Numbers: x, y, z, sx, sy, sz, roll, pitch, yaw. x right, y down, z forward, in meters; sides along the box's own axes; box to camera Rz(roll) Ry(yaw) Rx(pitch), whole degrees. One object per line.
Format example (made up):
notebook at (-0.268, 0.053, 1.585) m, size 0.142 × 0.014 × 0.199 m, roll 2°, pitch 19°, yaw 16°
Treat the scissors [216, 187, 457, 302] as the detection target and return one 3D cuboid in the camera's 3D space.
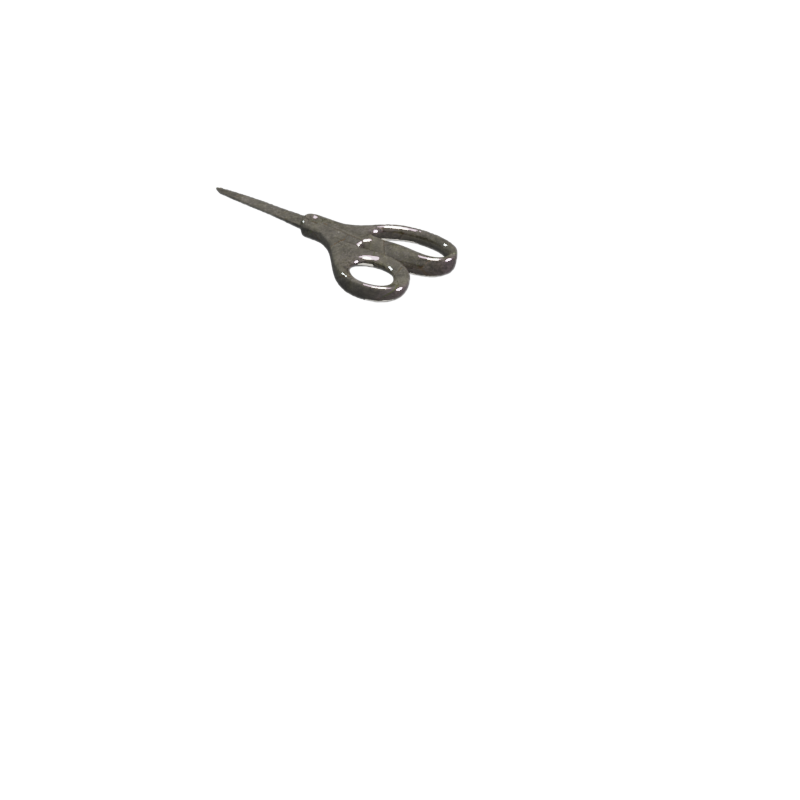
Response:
scissors at (-0.062, -0.112, 0.786) m, size 0.209 × 0.015 × 0.099 m, roll 14°, pitch 38°, yaw 19°
